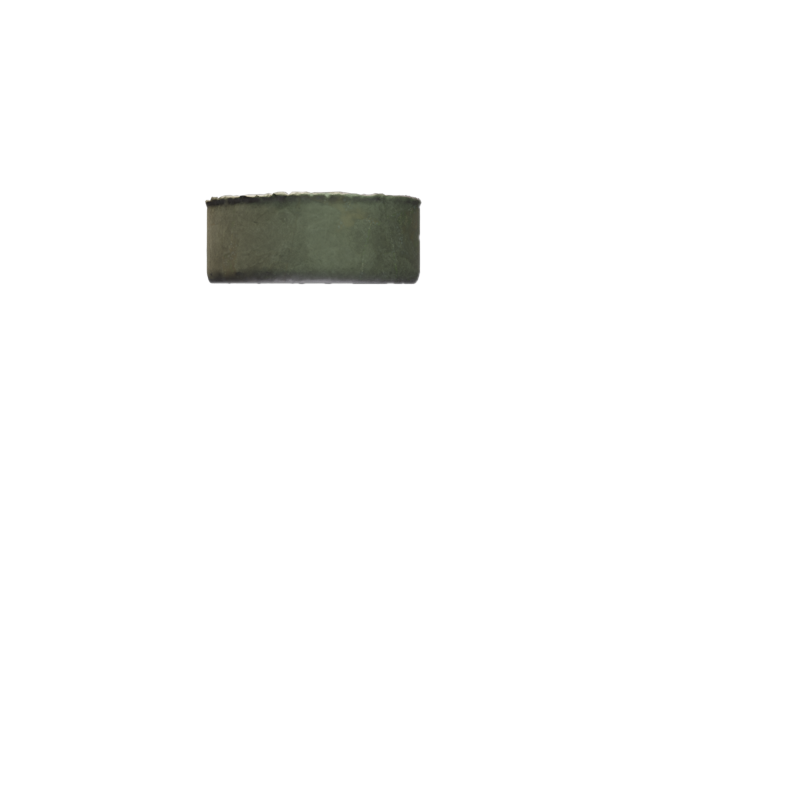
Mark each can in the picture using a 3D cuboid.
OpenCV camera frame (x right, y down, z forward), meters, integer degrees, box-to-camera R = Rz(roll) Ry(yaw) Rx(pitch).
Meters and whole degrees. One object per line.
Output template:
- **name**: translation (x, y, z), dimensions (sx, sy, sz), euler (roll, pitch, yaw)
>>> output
- **can**: translation (-0.034, -0.063, 0.439), dimensions (0.086, 0.033, 0.086), euler (0, 5, -2)
